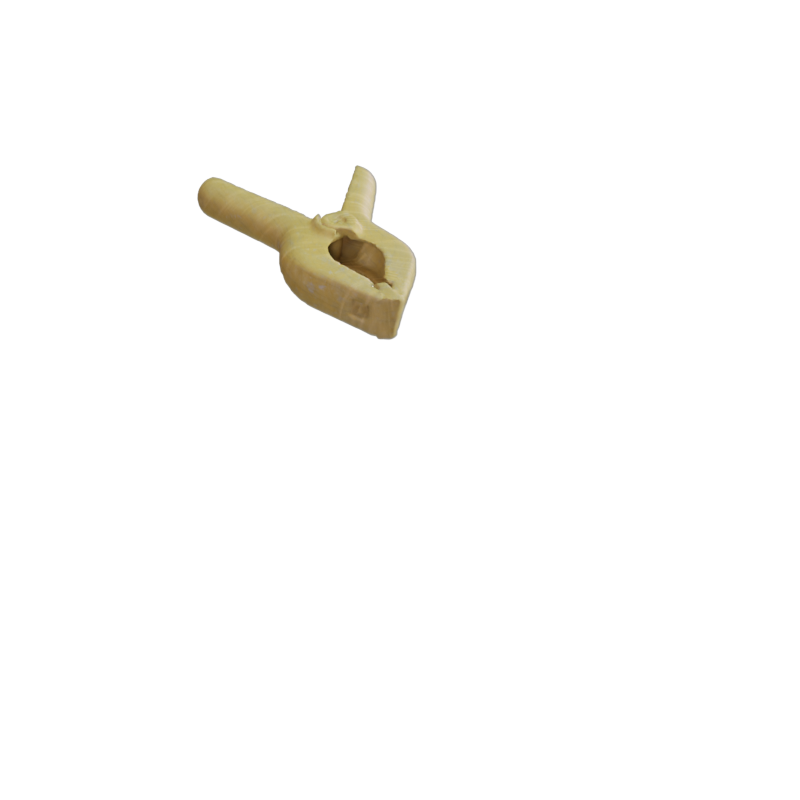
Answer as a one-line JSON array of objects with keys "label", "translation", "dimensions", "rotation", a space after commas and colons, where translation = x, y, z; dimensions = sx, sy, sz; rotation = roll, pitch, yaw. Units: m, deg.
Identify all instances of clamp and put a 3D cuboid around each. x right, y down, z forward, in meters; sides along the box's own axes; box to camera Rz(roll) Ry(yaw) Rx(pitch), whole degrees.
[{"label": "clamp", "translation": [-0.052, -0.094, 0.660], "dimensions": [0.118, 0.037, 0.185], "rotation": [-9, 35, -13]}]
